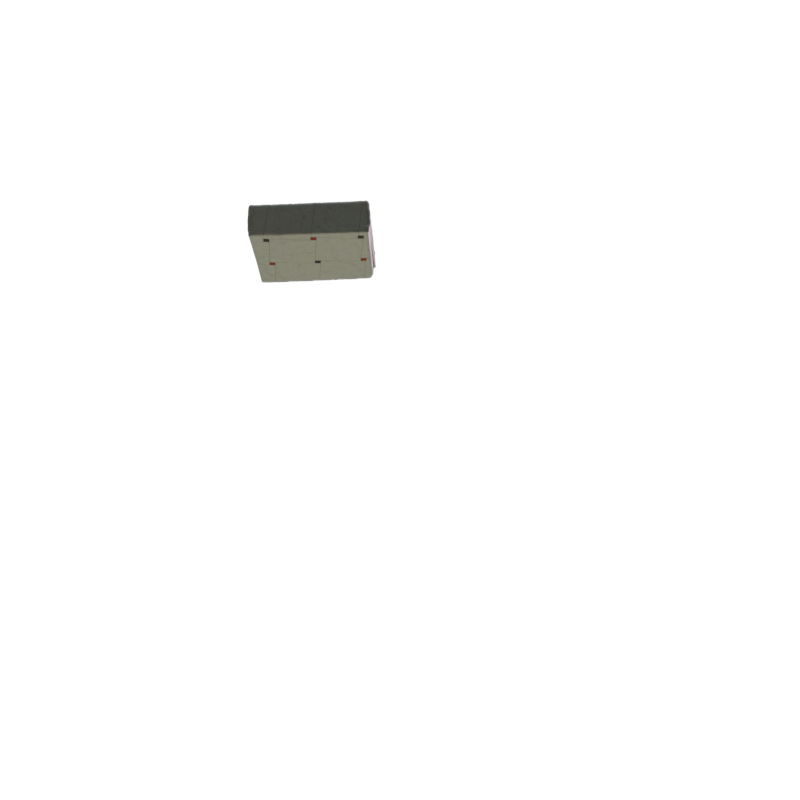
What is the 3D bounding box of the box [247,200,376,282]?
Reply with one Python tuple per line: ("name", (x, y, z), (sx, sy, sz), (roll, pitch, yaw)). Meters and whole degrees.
("box", (-0.064, -0.118, 0.825), (0.090, 0.032, 0.069), (-2, -24, 4))
